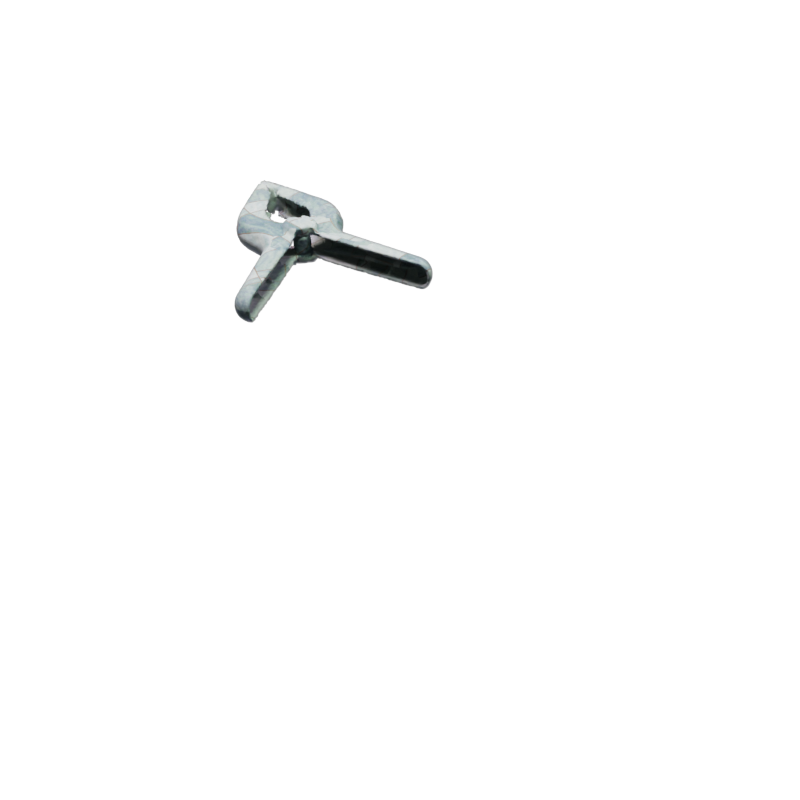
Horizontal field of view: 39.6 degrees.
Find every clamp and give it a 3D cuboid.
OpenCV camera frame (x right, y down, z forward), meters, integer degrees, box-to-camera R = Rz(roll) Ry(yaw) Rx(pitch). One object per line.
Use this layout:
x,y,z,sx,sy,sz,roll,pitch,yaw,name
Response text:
-0.075,-0.136,0.955,0.162,0.034,0.226,-8,34,-12,clamp
